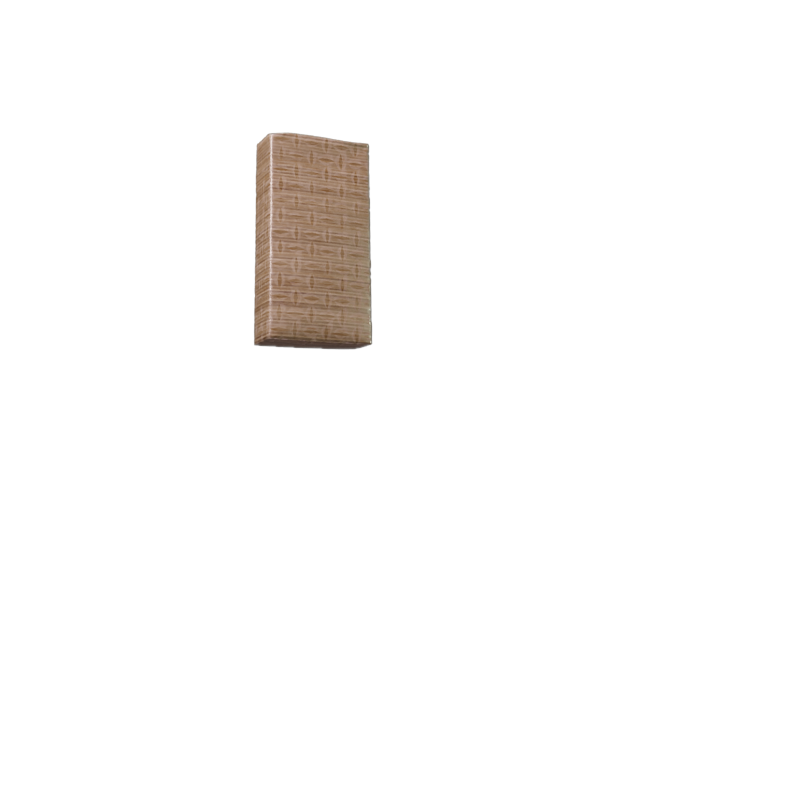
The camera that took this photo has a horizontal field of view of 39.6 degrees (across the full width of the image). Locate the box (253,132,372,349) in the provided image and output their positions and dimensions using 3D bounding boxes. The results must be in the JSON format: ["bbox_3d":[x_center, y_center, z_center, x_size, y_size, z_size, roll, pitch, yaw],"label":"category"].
[{"bbox_3d":[-0.073,-0.132,0.927,0.090,0.182,0.048,4,-13,-22],"label":"box"}]
